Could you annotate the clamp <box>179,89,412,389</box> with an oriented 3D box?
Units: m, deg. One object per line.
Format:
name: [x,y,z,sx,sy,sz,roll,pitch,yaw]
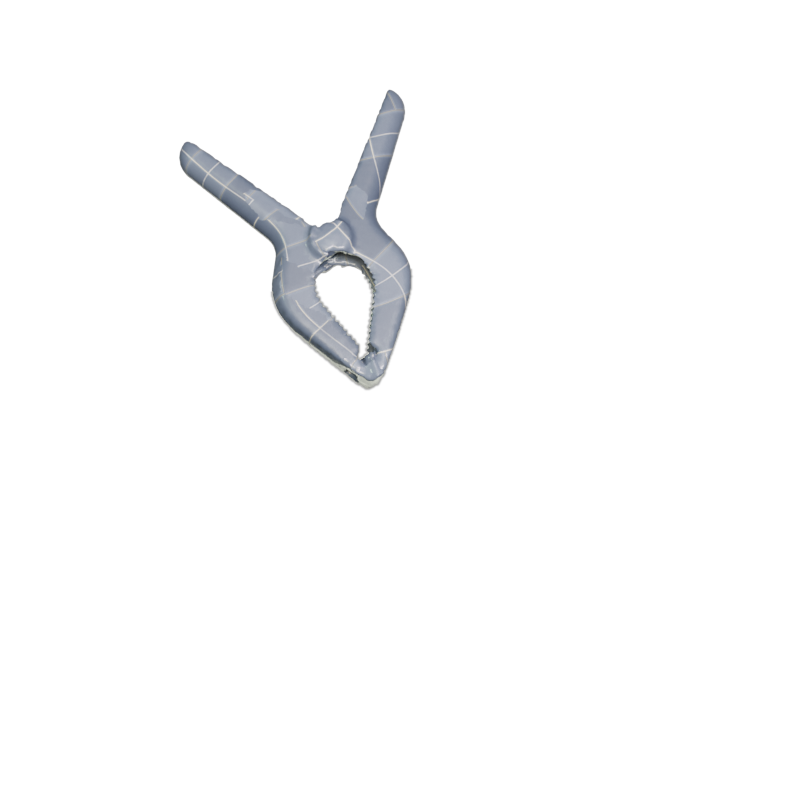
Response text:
clamp: [-0.059,-0.108,0.760,0.164,0.221,0.035,-10,-20,-4]
